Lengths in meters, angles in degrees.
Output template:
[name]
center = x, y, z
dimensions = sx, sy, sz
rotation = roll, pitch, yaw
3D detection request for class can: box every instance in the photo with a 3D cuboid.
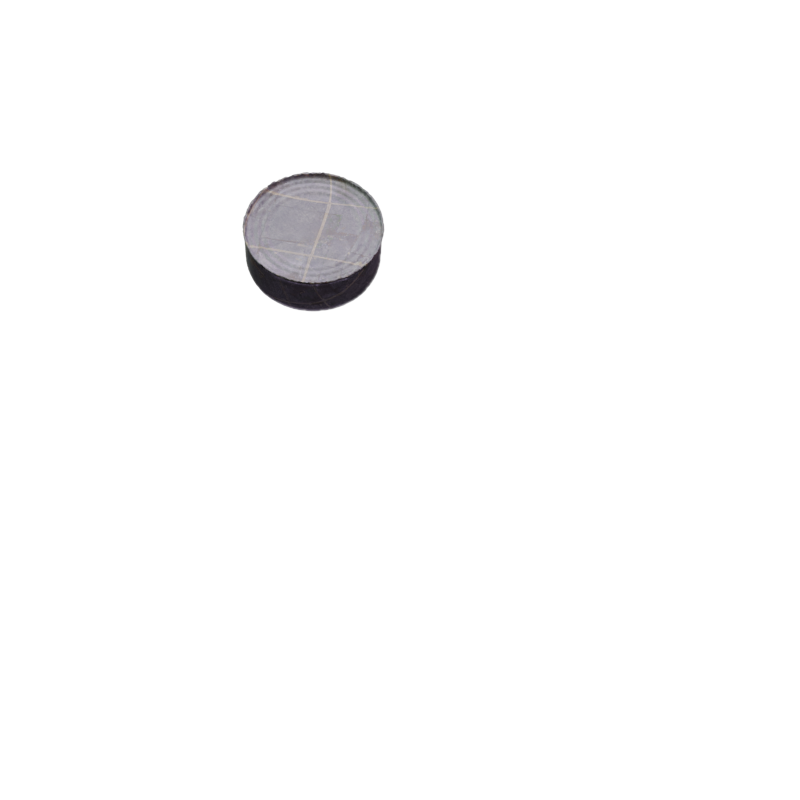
[can]
center = -0.054, -0.098, 0.684
dimensions = 0.086, 0.092, 0.031
rotation = -1, -34, -1
